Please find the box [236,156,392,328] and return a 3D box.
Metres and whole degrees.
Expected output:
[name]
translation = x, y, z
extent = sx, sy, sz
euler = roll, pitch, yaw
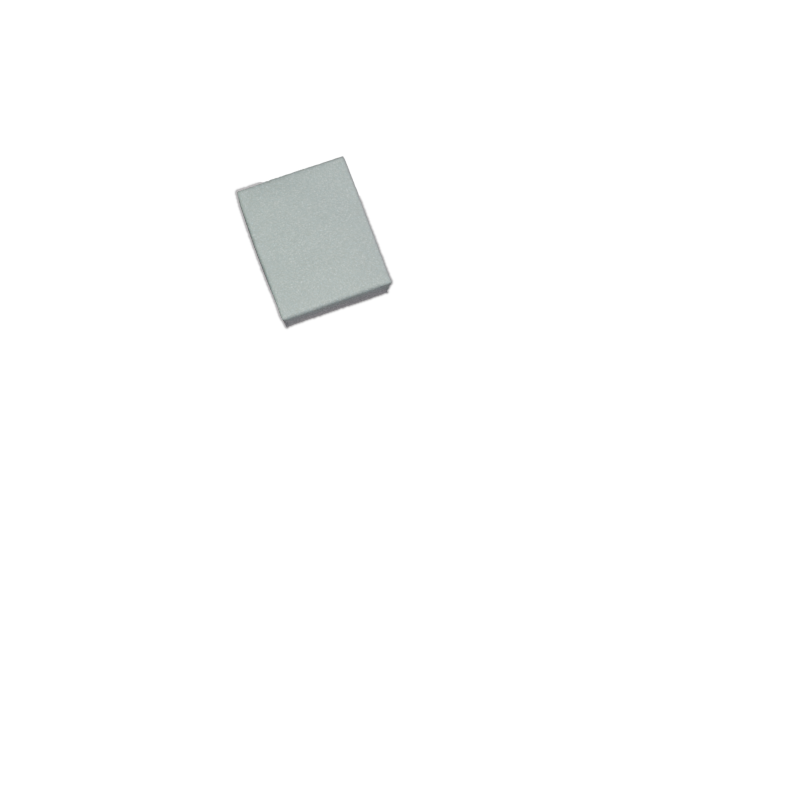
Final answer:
[box]
translation = -0.068, -0.123, 0.863
extent = 0.089, 0.118, 0.038
euler = -20, -13, -5
